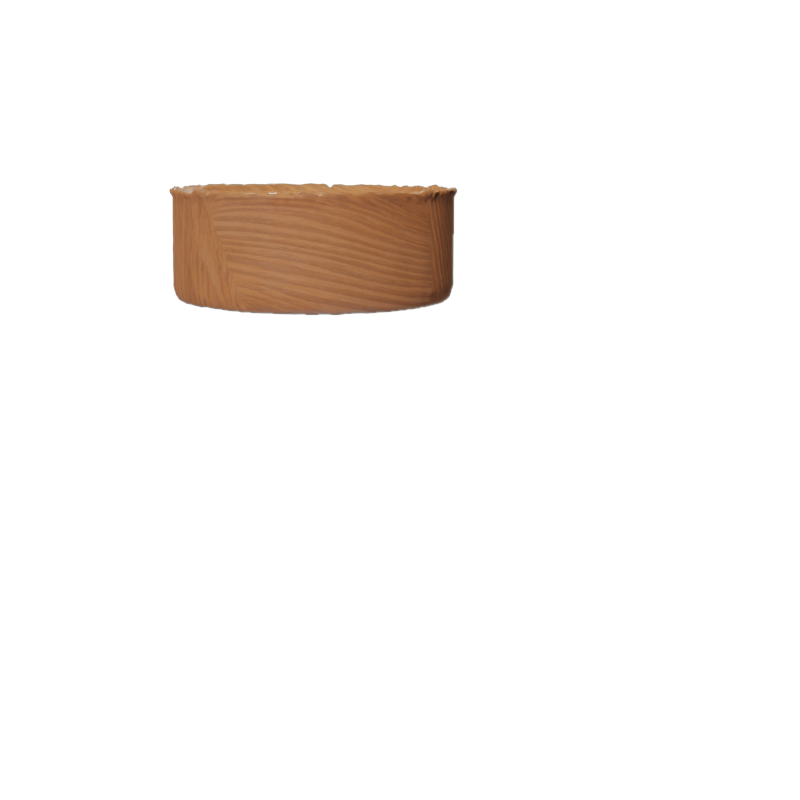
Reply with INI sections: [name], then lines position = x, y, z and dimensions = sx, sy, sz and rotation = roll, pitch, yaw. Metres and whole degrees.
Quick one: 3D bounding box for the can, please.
[can]
position = -0.026, -0.048, 0.335
dimensions = 0.086, 0.033, 0.088
rotation = 0, 12, -2
